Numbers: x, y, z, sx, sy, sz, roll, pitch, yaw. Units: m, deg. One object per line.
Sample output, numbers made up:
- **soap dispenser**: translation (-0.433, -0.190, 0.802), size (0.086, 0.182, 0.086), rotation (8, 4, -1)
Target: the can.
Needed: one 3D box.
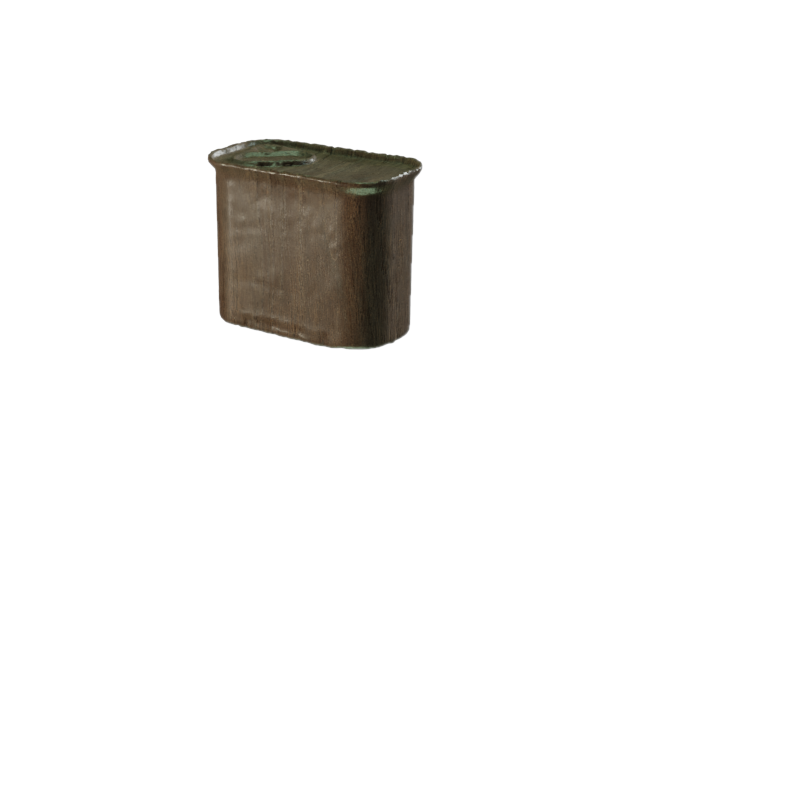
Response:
- **can**: translation (-0.042, -0.077, 0.538), size (0.107, 0.080, 0.057), rotation (14, 24, 29)
